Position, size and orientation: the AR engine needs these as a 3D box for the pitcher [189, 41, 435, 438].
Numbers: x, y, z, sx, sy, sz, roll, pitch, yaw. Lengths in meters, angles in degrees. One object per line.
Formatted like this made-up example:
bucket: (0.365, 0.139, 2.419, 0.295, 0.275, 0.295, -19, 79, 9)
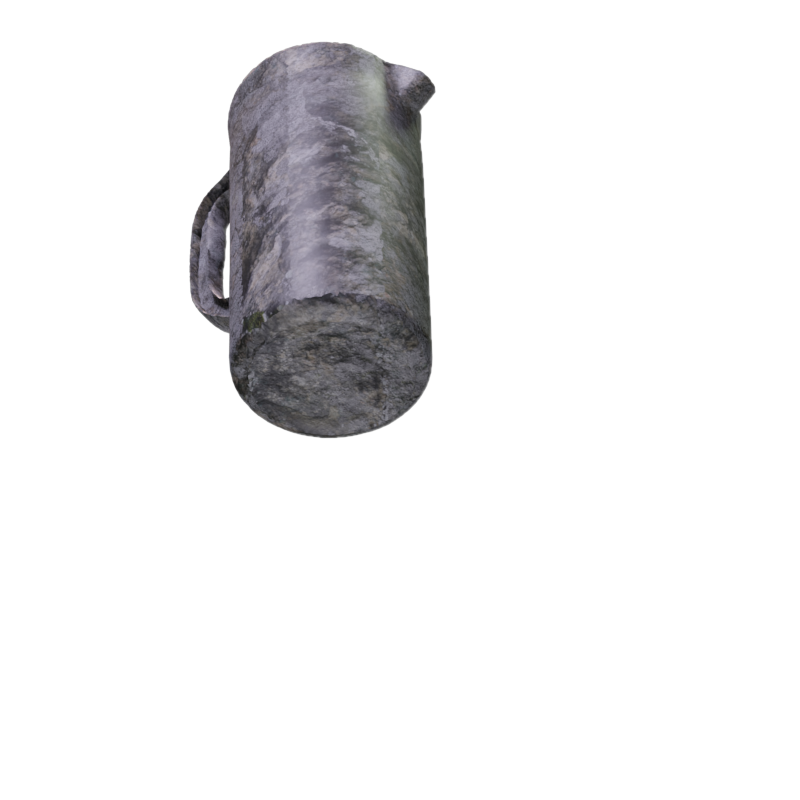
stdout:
pitcher: (-0.053, -0.096, 0.675, 0.143, 0.141, 0.261, 8, 43, -11)
